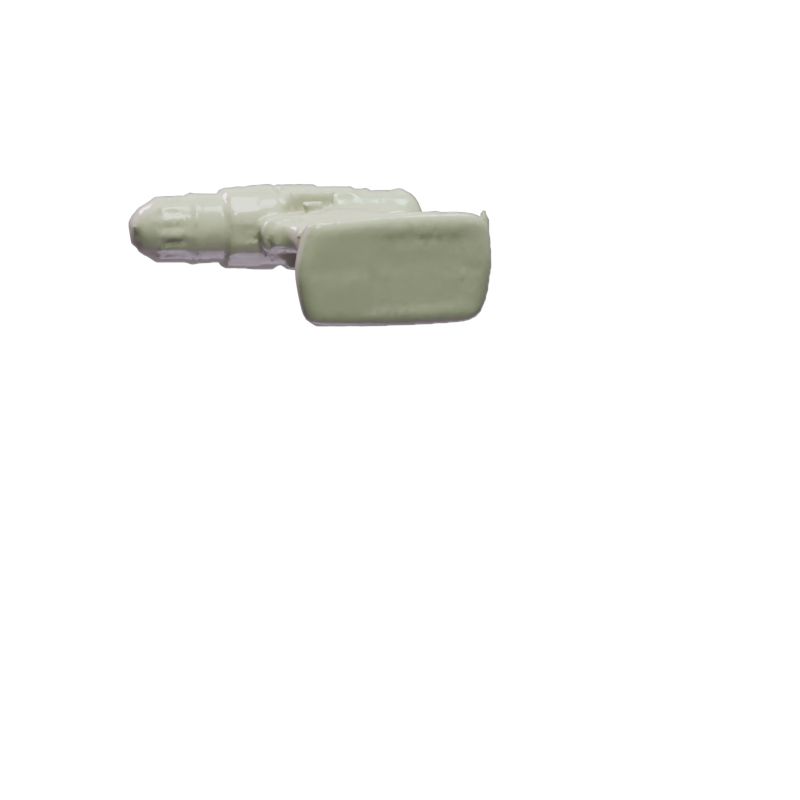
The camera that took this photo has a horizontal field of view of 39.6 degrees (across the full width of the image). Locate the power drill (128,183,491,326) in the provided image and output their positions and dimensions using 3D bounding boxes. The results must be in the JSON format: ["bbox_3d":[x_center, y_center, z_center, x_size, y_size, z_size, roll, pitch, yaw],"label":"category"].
[{"bbox_3d":[-0.049,-0.089,0.621,0.181,0.055,0.198,-6,19,-19],"label":"power drill"}]
